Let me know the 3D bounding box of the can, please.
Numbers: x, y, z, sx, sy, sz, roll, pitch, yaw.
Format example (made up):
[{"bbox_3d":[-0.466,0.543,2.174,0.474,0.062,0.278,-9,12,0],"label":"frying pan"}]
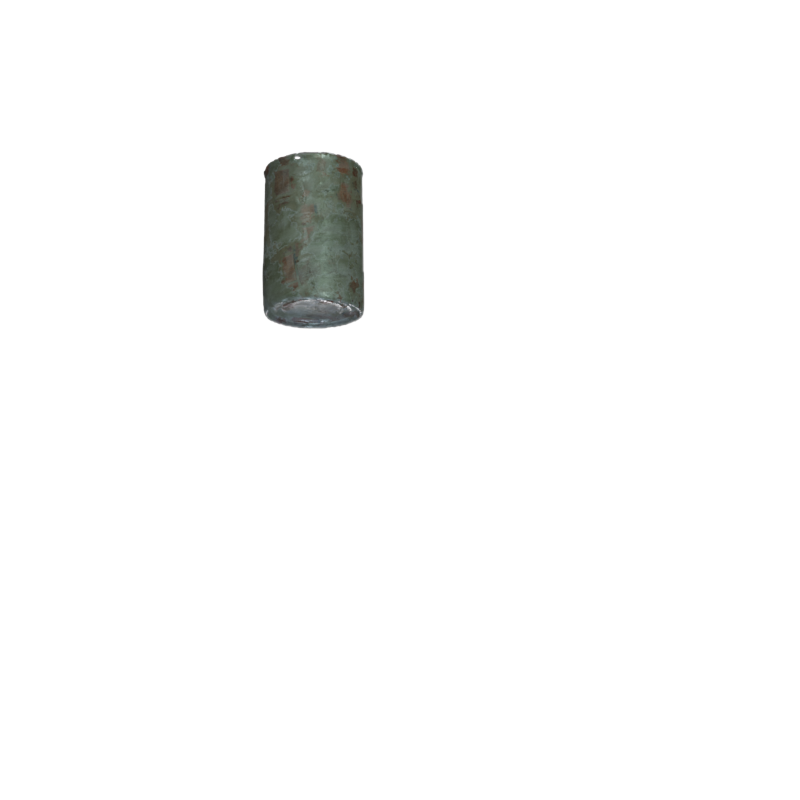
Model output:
[{"bbox_3d":[-0.058,-0.106,0.740,0.068,0.107,0.066,0,-19,-2],"label":"can"}]
